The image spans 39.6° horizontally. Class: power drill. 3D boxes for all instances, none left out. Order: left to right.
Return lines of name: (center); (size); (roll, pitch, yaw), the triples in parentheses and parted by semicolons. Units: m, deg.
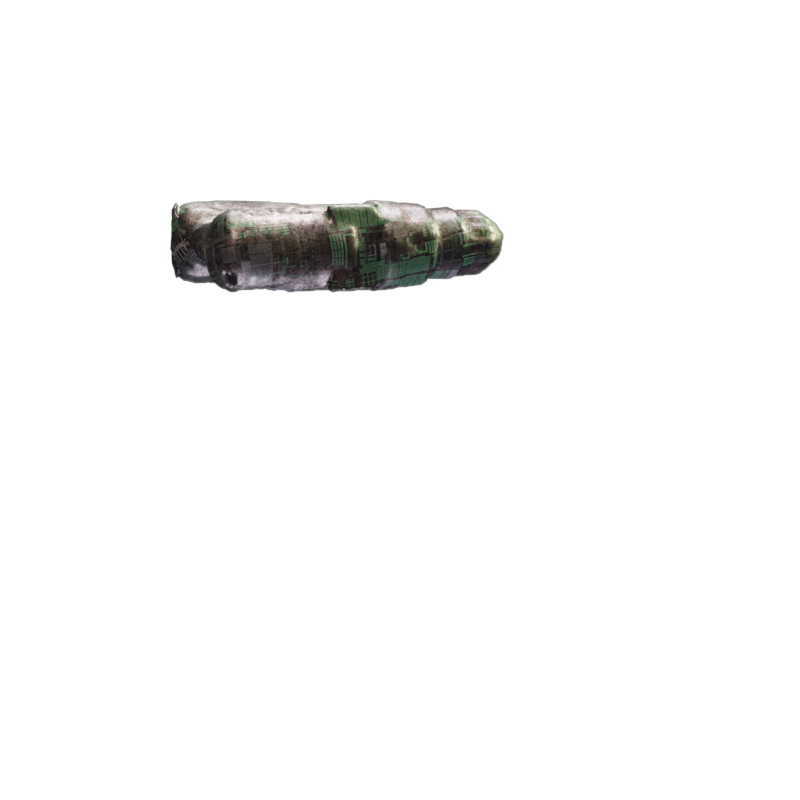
power drill: (-0.055, -0.100, 0.699); (0.179, 0.057, 0.195); (-4, 8, -26)
